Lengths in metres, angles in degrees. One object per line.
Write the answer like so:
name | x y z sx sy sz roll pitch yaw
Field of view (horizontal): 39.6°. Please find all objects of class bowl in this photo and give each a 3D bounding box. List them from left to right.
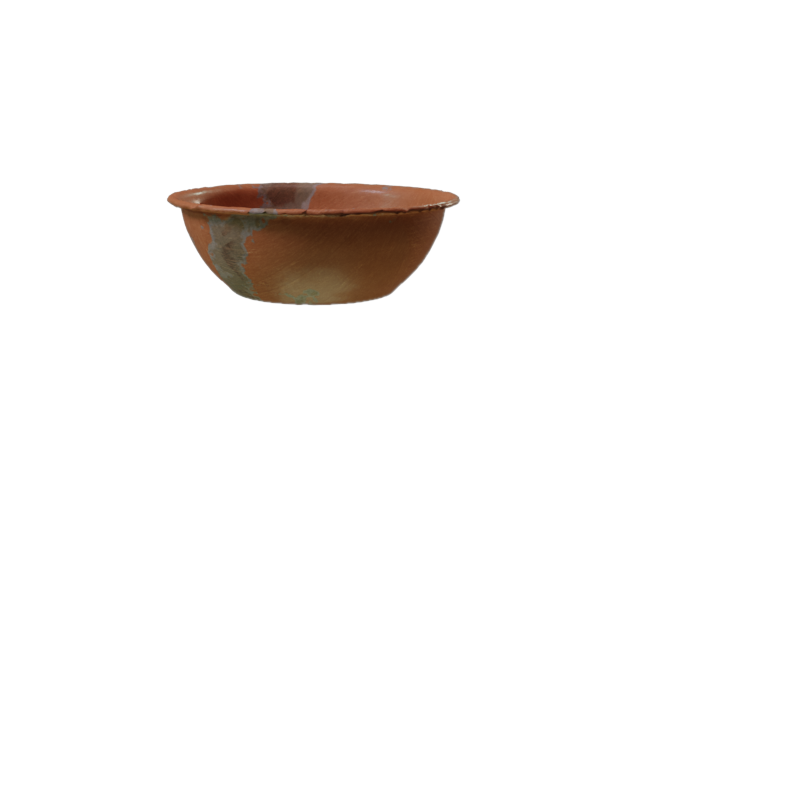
bowl | -0.049 -0.088 0.620 0.162 0.053 0.167 -1 15 -2
